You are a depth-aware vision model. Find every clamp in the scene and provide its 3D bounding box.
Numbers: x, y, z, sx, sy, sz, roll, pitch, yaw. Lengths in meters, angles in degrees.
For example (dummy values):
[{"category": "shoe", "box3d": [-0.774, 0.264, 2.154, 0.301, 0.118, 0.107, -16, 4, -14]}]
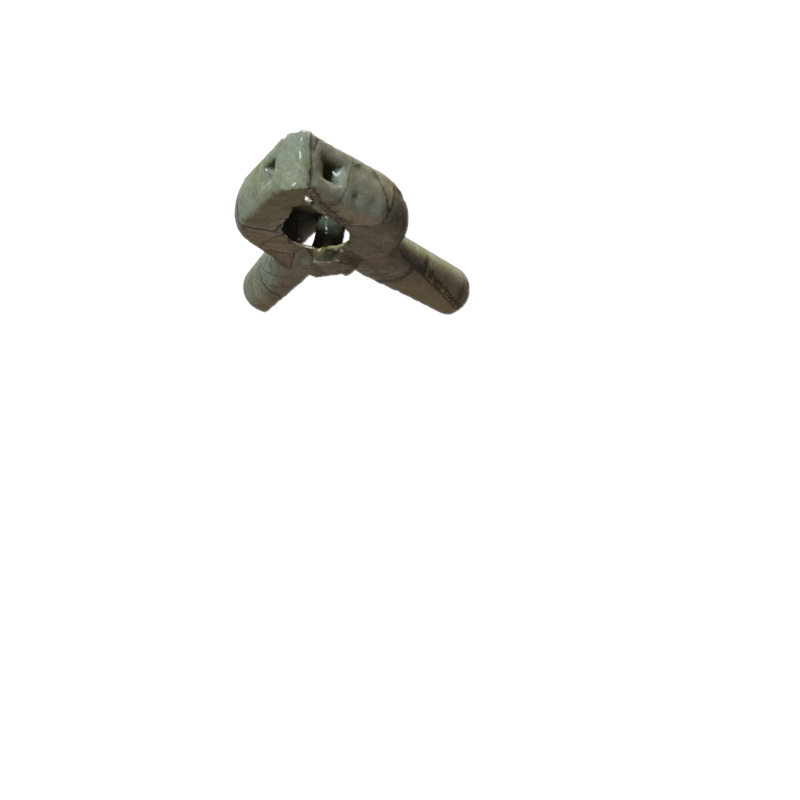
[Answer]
[{"category": "clamp", "box3d": [-0.042, -0.076, 0.535, 0.122, 0.041, 0.160, -7, -21, 16]}]
